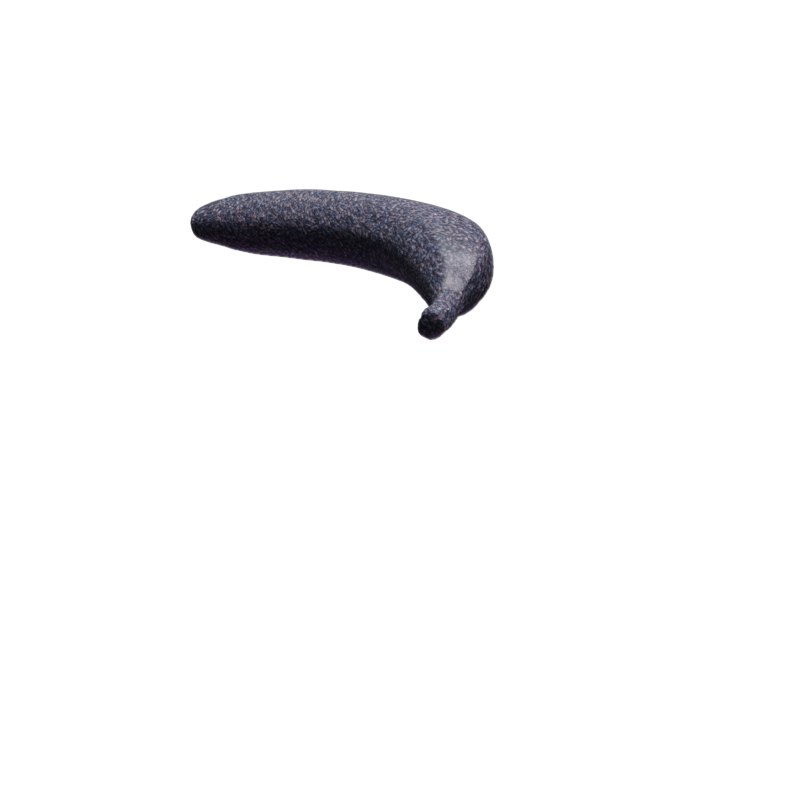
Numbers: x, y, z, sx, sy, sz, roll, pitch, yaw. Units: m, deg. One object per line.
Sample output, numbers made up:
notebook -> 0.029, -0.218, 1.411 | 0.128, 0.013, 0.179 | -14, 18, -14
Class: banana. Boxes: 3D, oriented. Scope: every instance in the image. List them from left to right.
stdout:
banana -> -0.021, -0.072, 0.494 | 0.068, 0.035, 0.210 | -12, 22, -33
